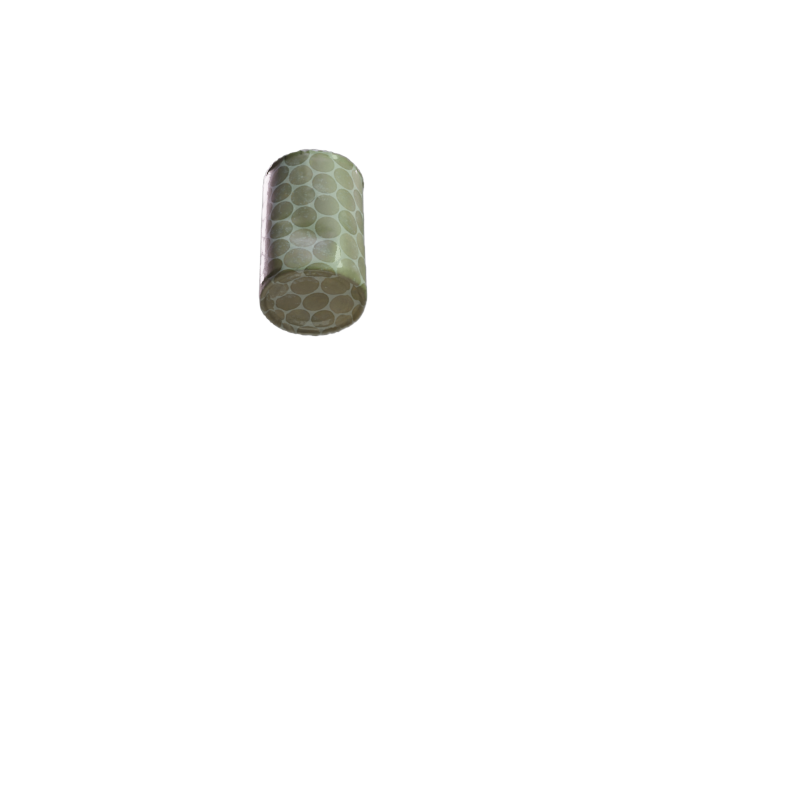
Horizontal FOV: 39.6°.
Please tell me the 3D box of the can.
[{"bbox_3d":[-0.055,-0.101,0.706,0.068,0.110,0.064,-1,-38,-3],"label":"can"}]
